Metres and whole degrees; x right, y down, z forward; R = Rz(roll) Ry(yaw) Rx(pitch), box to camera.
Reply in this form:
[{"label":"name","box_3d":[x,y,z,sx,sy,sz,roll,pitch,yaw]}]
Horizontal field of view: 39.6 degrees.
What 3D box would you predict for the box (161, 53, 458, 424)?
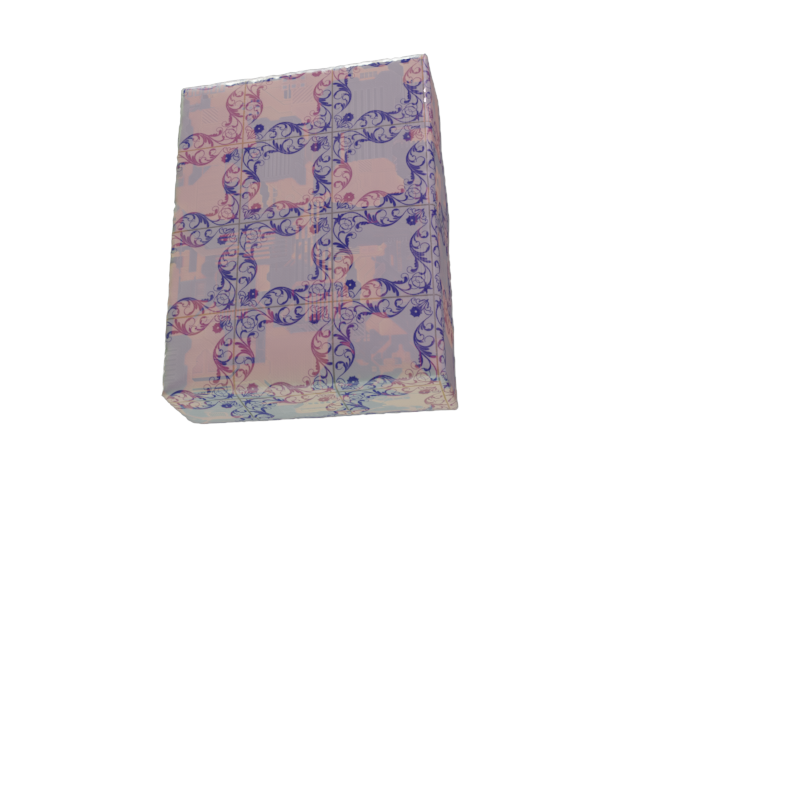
[{"label":"box","box_3d":[-0.053,-0.098,0.683,0.166,0.226,0.067,-6,-26,10]}]
